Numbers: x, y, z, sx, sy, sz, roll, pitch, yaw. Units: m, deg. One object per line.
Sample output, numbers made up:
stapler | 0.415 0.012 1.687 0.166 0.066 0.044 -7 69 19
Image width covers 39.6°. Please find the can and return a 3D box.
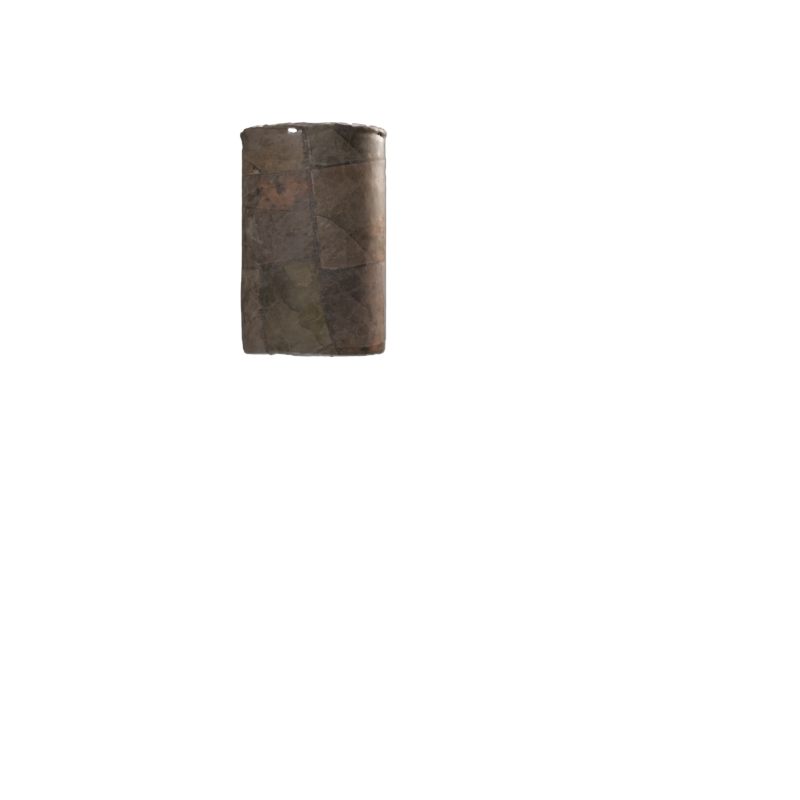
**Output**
can | -0.040 -0.073 0.510 0.068 0.103 0.068 0 0 -2
